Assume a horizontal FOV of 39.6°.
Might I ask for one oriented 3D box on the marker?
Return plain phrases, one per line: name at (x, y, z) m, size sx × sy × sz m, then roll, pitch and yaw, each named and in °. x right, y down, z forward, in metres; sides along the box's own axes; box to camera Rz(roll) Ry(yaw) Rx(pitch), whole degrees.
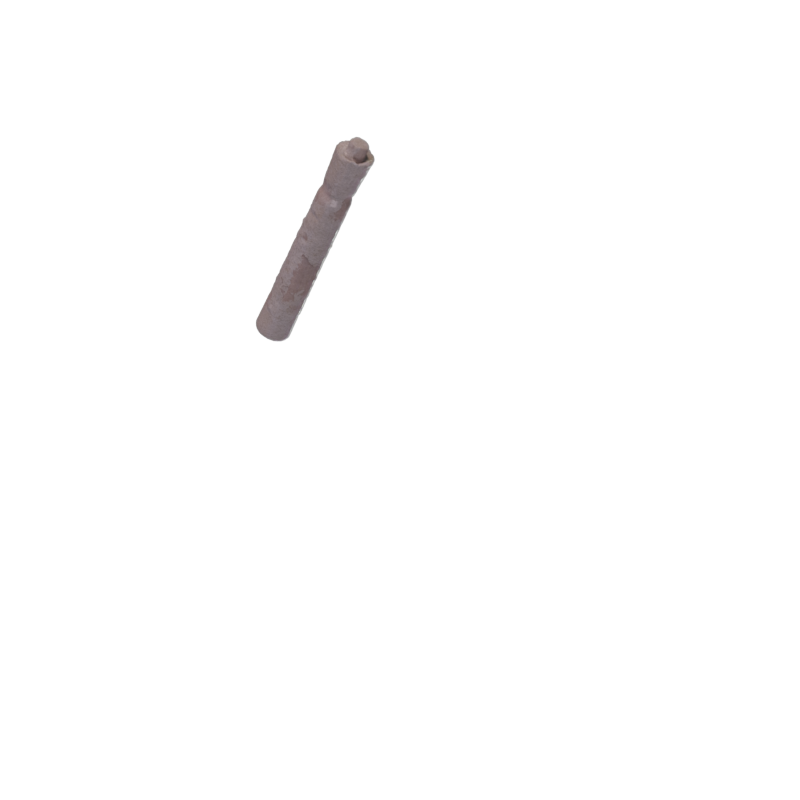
marker at (-0.042, -0.076, 0.532) m, size 0.019 × 0.116 × 0.021 m, roll 17°, pitch 39°, yaw -17°
